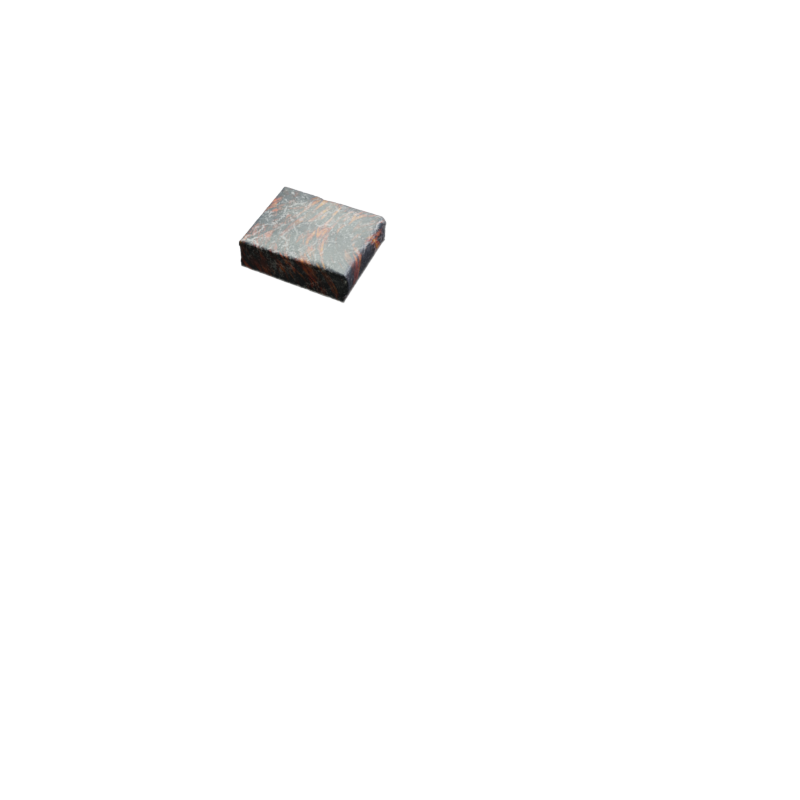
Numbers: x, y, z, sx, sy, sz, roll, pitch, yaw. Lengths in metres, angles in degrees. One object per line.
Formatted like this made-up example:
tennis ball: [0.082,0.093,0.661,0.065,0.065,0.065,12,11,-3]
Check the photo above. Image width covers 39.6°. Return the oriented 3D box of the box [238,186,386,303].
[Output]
box: [-0.065,-0.119,0.835,0.092,0.028,0.076,19,49,17]
